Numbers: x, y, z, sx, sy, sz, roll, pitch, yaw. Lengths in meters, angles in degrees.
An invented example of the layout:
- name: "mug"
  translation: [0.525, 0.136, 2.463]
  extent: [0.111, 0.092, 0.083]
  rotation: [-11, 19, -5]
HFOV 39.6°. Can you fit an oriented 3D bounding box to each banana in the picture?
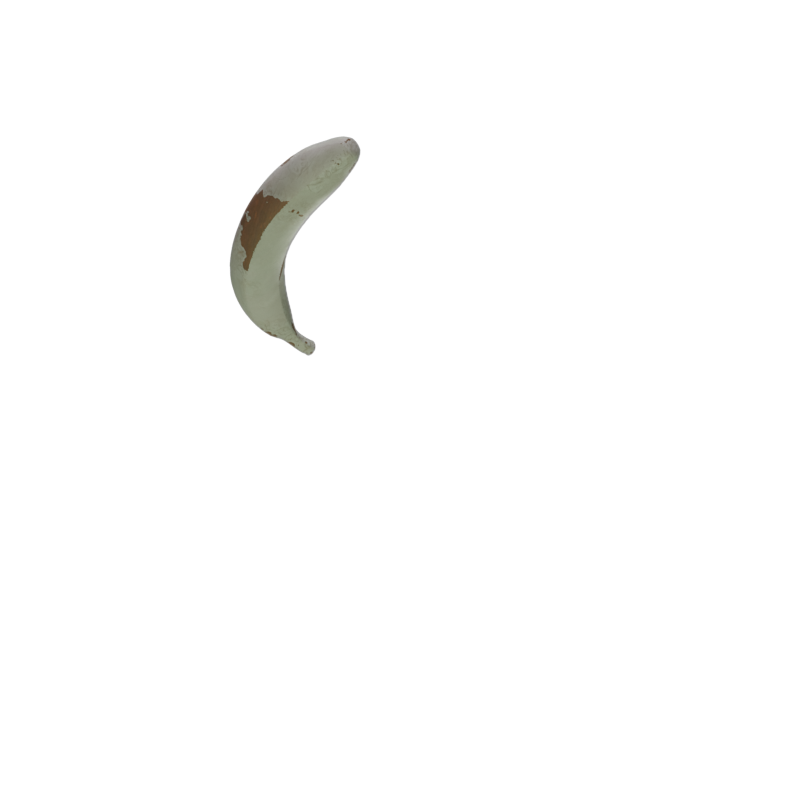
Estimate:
- name: "banana"
  translation: [-0.077, -0.105, 0.738]
  extent: [0.069, 0.039, 0.186]
  rotation: [7, -40, -9]
